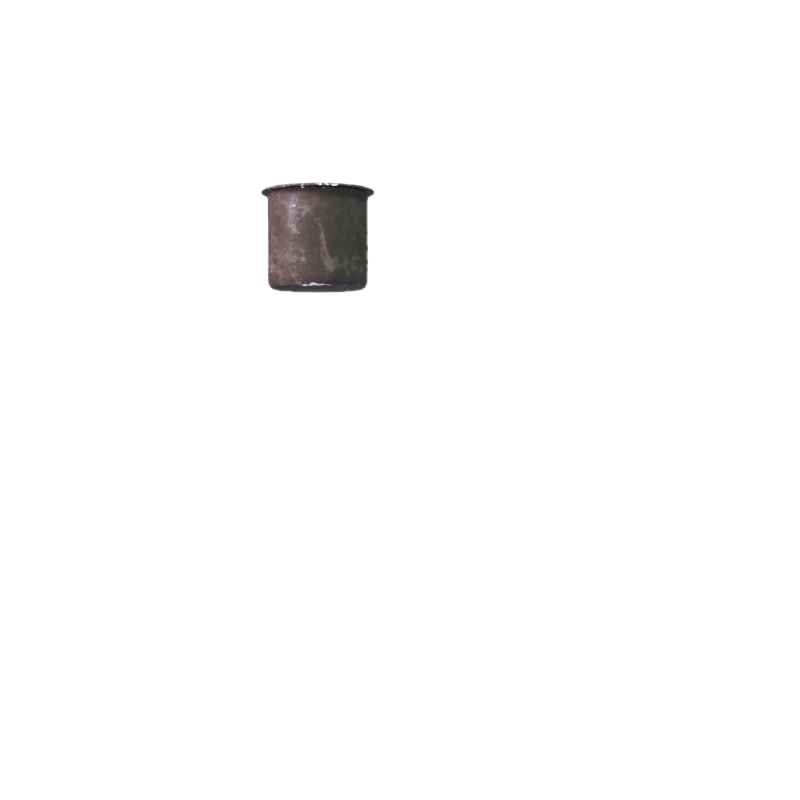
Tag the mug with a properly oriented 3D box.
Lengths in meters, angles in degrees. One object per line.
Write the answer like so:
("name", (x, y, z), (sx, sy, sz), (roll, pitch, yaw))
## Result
("mug", (-0.072, -0.131, 0.918), (0.091, 0.082, 0.119), (0, -1, -21))
